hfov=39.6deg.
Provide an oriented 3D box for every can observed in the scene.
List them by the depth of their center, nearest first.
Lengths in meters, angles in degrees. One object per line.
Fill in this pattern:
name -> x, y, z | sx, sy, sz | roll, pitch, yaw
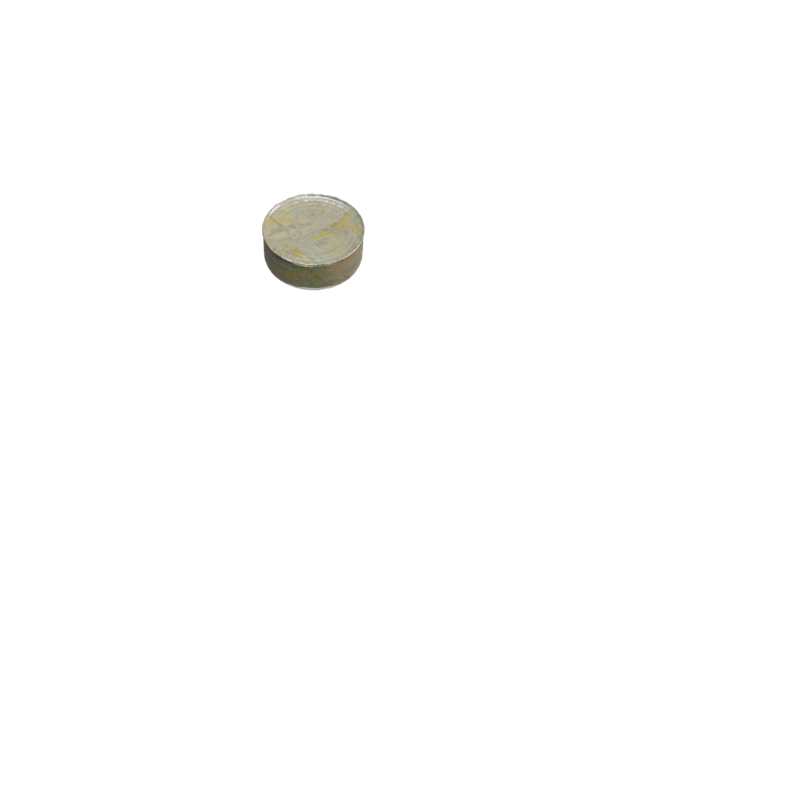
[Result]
can -> -0.073, -0.134, 0.936 | 0.086, 0.092, 0.031 | -1, -41, -1
